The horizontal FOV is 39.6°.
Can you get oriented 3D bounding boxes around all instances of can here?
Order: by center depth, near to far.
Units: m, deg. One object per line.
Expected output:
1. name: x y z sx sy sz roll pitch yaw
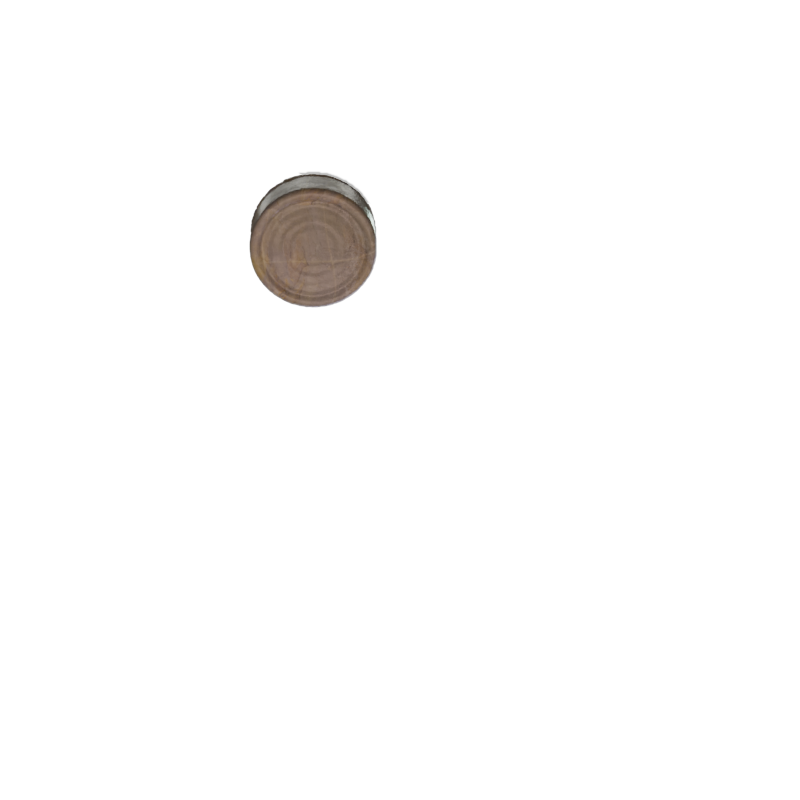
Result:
1. can: -0.058 -0.106 0.742 0.086 0.082 0.035 1 24 -1
